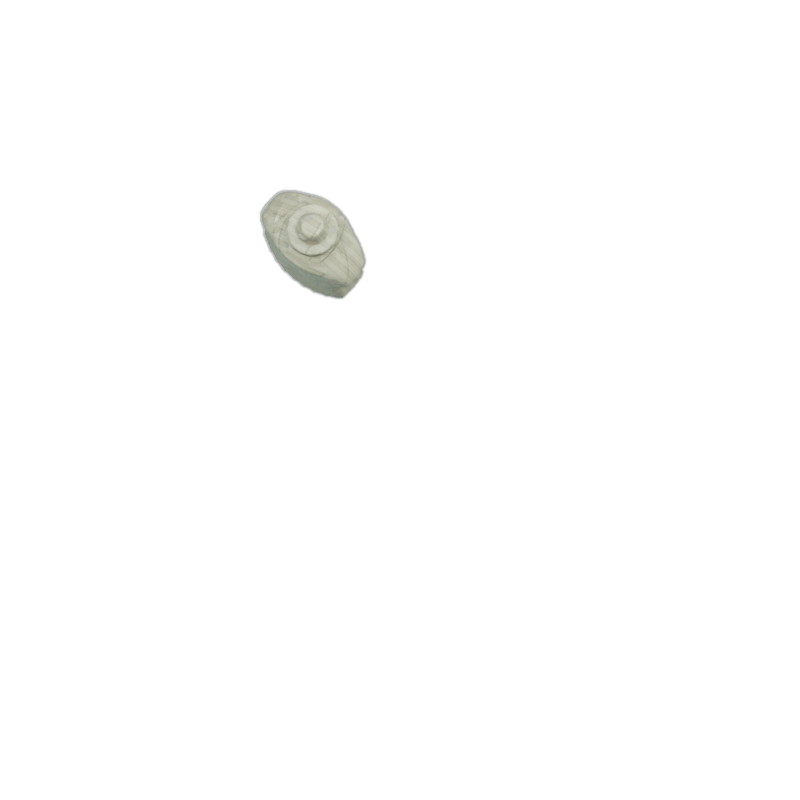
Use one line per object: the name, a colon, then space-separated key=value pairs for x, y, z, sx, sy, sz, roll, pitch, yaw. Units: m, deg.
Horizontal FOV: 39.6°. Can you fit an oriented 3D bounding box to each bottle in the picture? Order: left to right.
bottle: x=-0.074 y=-0.134 z=0.942 sx=0.097 sy=0.059 sz=0.190 roll=42 pitch=-3 yaw=-2
